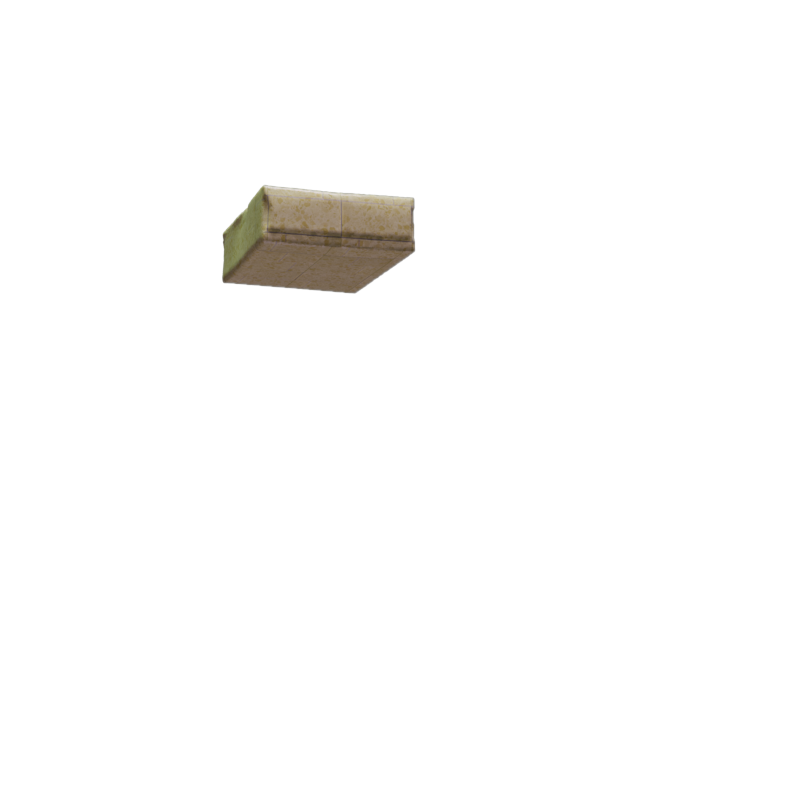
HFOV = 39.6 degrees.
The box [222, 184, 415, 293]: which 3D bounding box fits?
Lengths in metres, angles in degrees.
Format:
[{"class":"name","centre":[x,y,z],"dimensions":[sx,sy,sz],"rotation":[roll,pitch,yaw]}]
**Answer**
[{"class":"box","centre":[-0.042,-0.077,0.538],"dimensions":[0.071,0.031,0.089],"rotation":[3,-8,-19]}]
